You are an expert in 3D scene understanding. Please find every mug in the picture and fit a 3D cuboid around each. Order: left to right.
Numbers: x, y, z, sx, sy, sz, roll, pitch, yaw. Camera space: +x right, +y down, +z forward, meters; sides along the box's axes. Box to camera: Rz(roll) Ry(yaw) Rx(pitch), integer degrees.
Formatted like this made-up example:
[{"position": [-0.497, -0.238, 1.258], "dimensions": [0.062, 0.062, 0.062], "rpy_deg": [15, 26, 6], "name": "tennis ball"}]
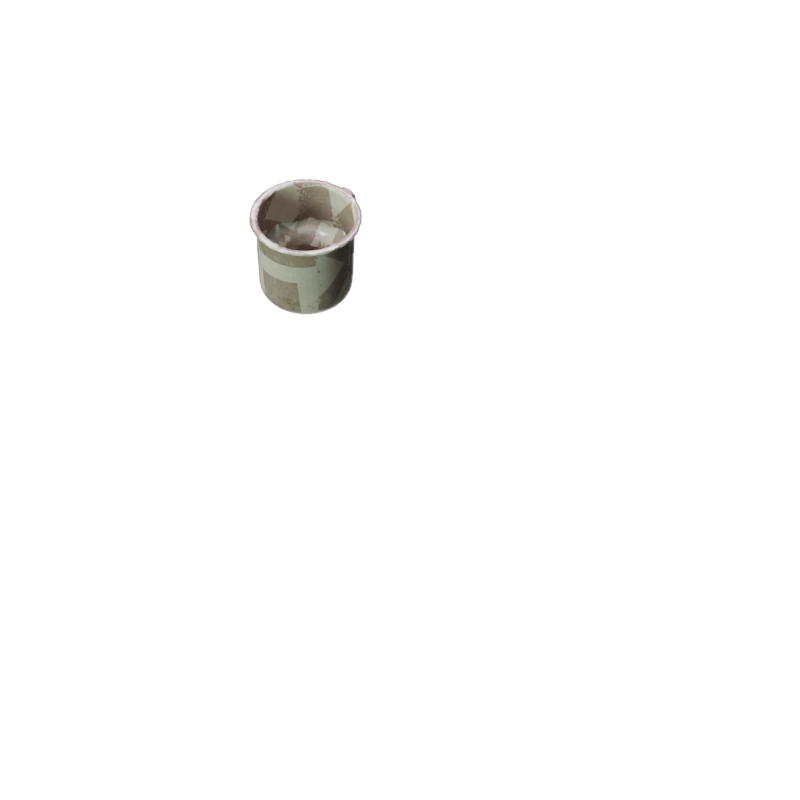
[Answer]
[{"position": [-0.074, -0.136, 0.950], "dimensions": [0.097, 0.076, 0.120], "rpy_deg": [24, 52, 18], "name": "mug"}]
